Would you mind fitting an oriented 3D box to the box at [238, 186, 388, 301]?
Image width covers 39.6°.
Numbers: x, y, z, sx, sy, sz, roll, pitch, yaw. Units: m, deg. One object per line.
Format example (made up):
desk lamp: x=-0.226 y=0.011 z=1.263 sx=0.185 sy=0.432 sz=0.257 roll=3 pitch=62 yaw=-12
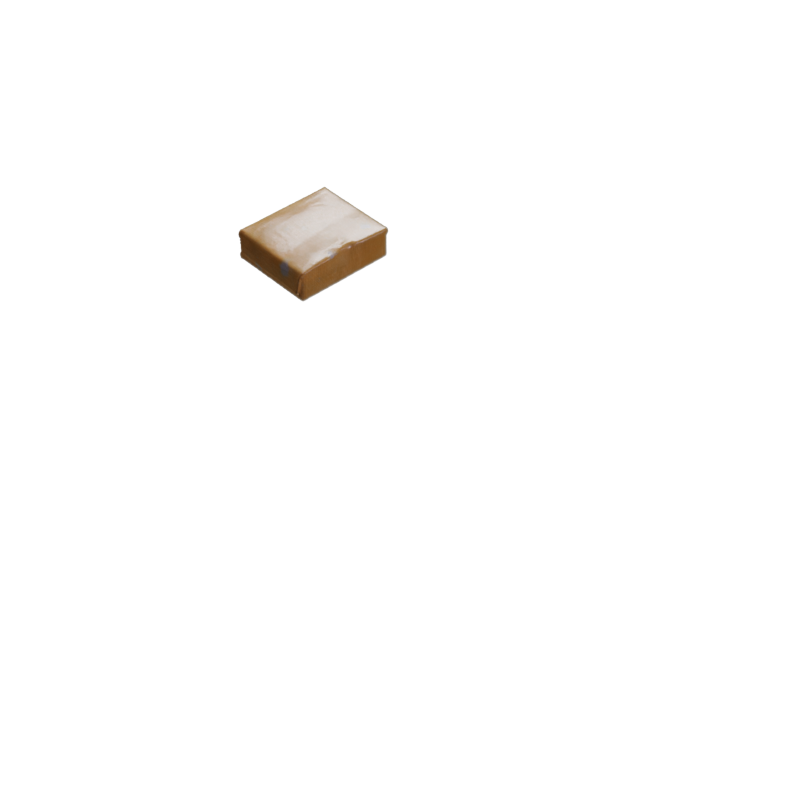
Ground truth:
box: x=-0.066 y=-0.119 z=0.836 sx=0.089 sy=0.028 sz=0.078 roll=-31 pitch=51 yaw=-31
